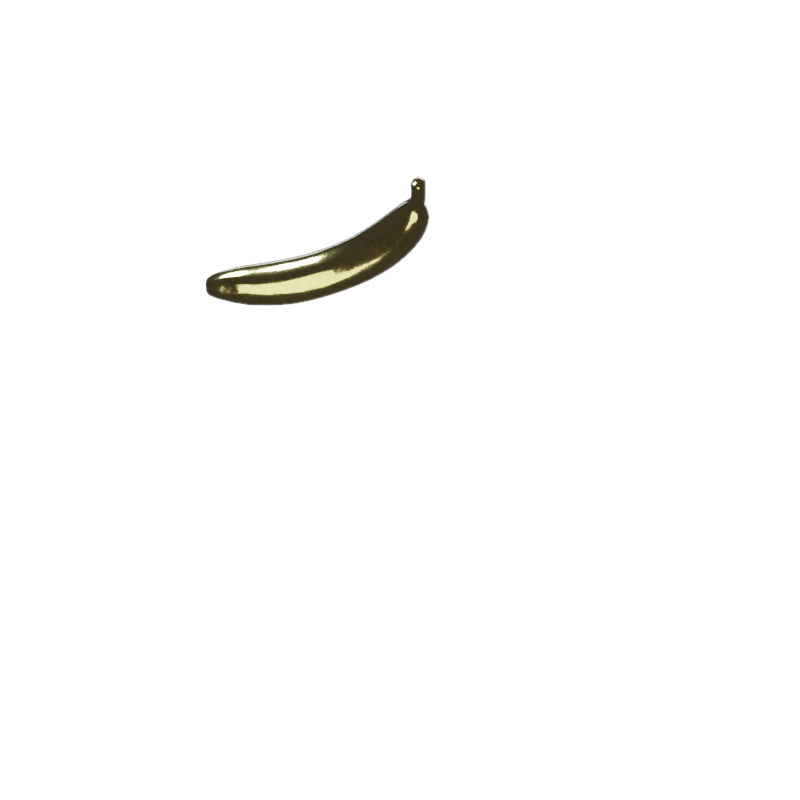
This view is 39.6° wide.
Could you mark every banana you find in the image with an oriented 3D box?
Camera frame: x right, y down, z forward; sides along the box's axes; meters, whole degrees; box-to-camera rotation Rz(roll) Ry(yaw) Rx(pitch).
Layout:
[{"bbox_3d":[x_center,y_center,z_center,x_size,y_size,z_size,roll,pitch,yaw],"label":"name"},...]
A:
[{"bbox_3d":[-0.054,-0.112,0.859,0.198,0.039,0.065,-24,-53,19],"label":"banana"}]
